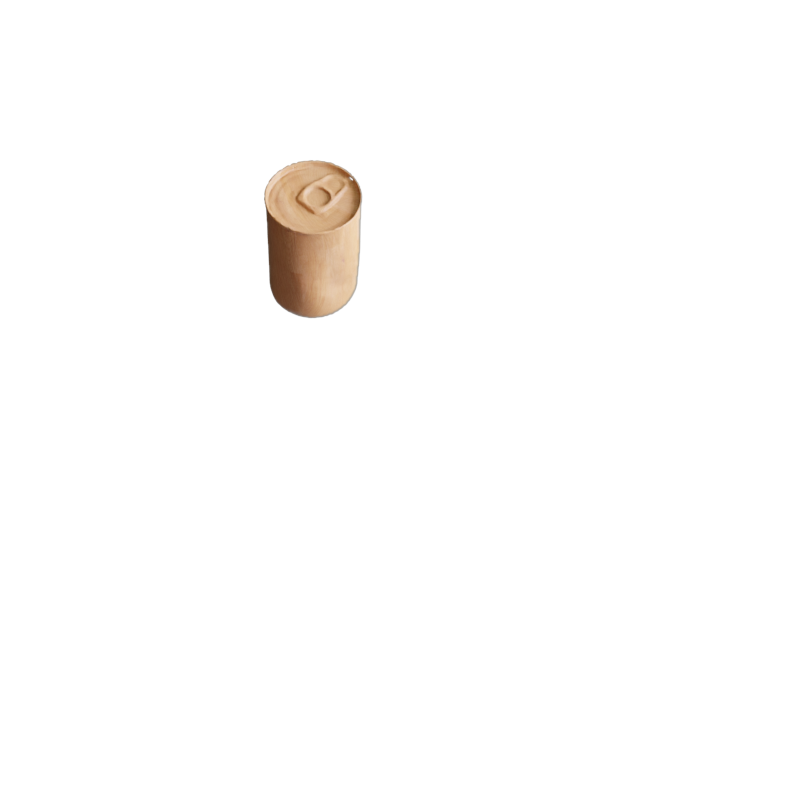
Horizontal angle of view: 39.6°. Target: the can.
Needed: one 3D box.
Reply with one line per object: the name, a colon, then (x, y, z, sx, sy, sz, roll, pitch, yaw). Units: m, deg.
can: (-0.063, -0.115, 0.805, 0.068, 0.073, 0.096, 0, -34, -3)
